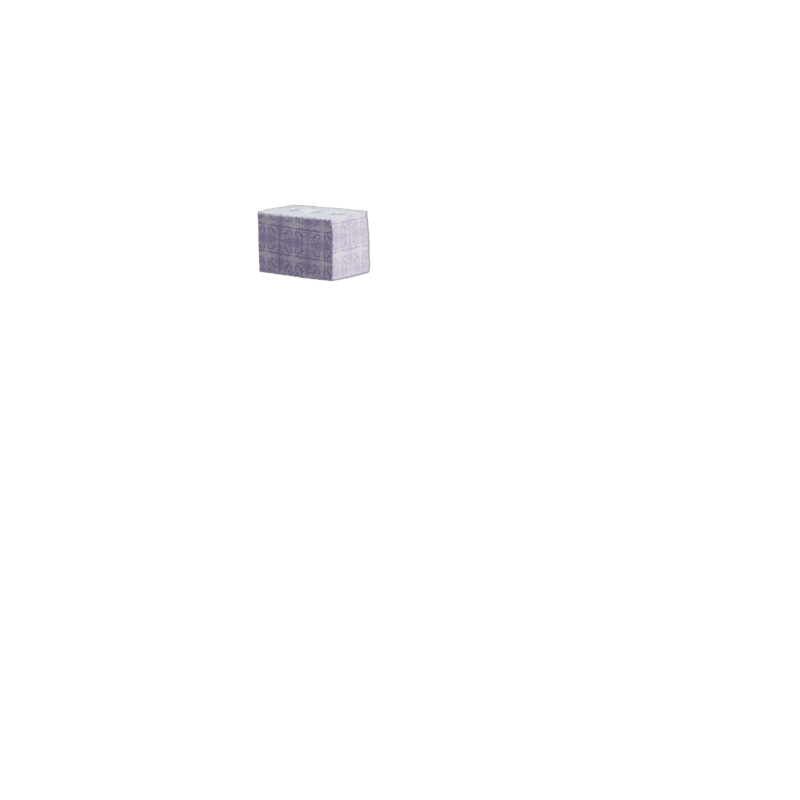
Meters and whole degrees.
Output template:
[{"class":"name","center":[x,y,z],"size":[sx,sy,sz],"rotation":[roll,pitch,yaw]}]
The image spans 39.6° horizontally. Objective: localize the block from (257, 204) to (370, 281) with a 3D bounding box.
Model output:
[{"class":"block","center":[-0.070,-0.129,0.900],"size":[0.081,0.050,0.052],"rotation":[10,16,33]}]
